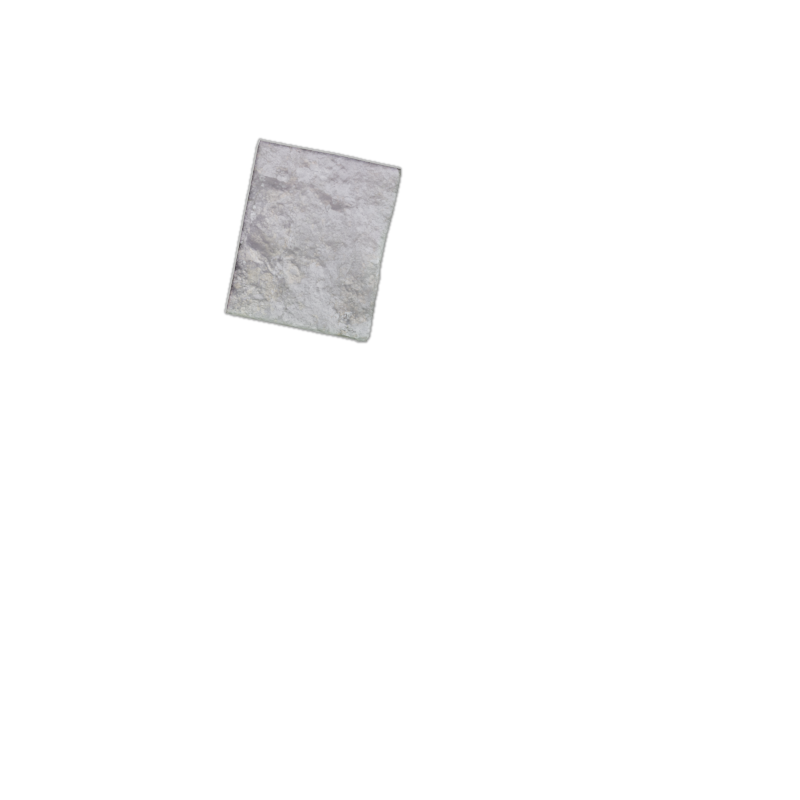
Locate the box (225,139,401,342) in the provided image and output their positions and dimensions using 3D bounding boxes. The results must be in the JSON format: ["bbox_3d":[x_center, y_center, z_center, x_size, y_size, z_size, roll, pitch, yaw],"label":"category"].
[{"bbox_3d":[-0.043,-0.079,0.555,0.073,0.090,0.030,11,-3,0],"label":"box"}]
